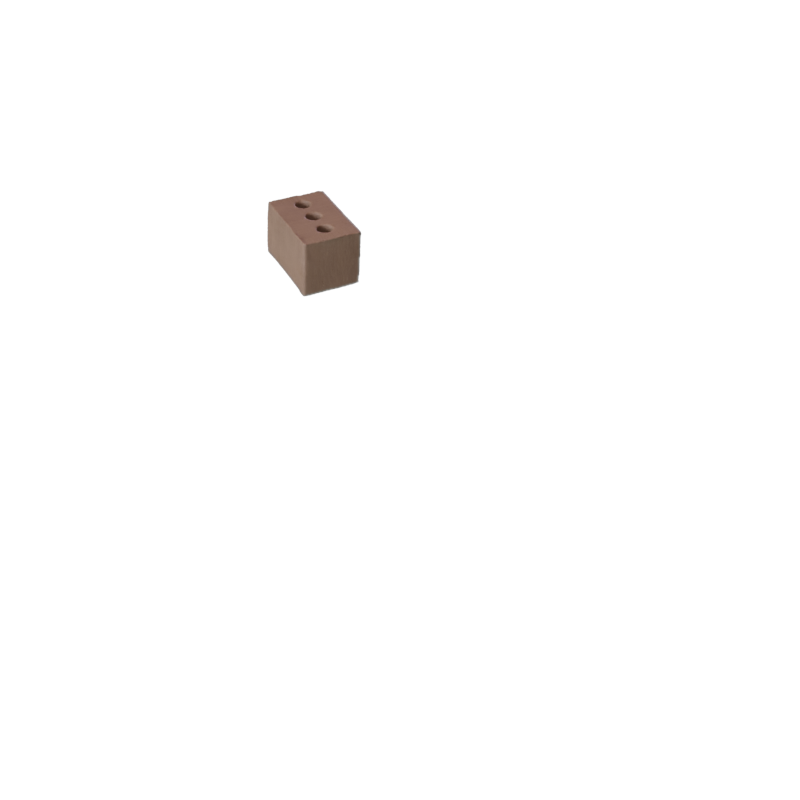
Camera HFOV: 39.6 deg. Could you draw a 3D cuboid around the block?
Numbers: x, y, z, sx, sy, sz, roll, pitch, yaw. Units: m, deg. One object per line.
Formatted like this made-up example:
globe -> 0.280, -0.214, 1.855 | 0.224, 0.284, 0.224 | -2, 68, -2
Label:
block -> -0.072, -0.132, 0.922 | 0.052, 0.048, 0.084 | -15, 39, -22
